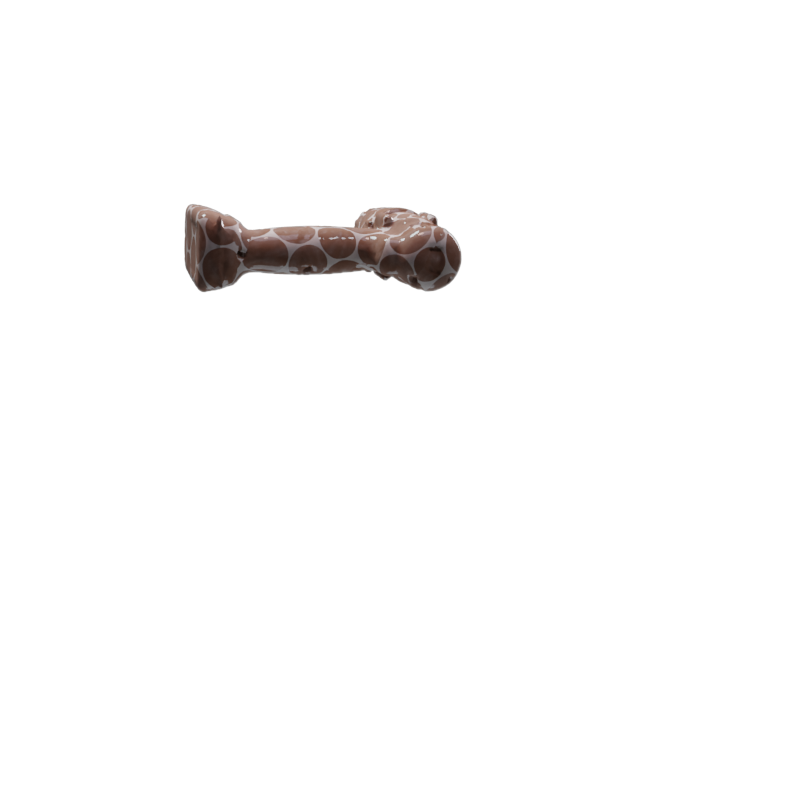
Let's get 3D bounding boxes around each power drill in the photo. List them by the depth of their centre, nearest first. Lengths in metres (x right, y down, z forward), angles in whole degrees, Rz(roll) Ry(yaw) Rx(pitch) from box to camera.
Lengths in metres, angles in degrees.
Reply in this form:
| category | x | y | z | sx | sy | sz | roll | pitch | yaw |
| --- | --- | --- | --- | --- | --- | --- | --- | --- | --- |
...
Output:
| category | x | y | z | sx | sy | sz | roll | pitch | yaw |
| --- | --- | --- | --- | --- | --- | --- | --- | --- | --- |
| power drill | -0.065 | -0.118 | 0.830 | 0.185 | 0.056 | 0.192 | -3 | 14 | -13 |
